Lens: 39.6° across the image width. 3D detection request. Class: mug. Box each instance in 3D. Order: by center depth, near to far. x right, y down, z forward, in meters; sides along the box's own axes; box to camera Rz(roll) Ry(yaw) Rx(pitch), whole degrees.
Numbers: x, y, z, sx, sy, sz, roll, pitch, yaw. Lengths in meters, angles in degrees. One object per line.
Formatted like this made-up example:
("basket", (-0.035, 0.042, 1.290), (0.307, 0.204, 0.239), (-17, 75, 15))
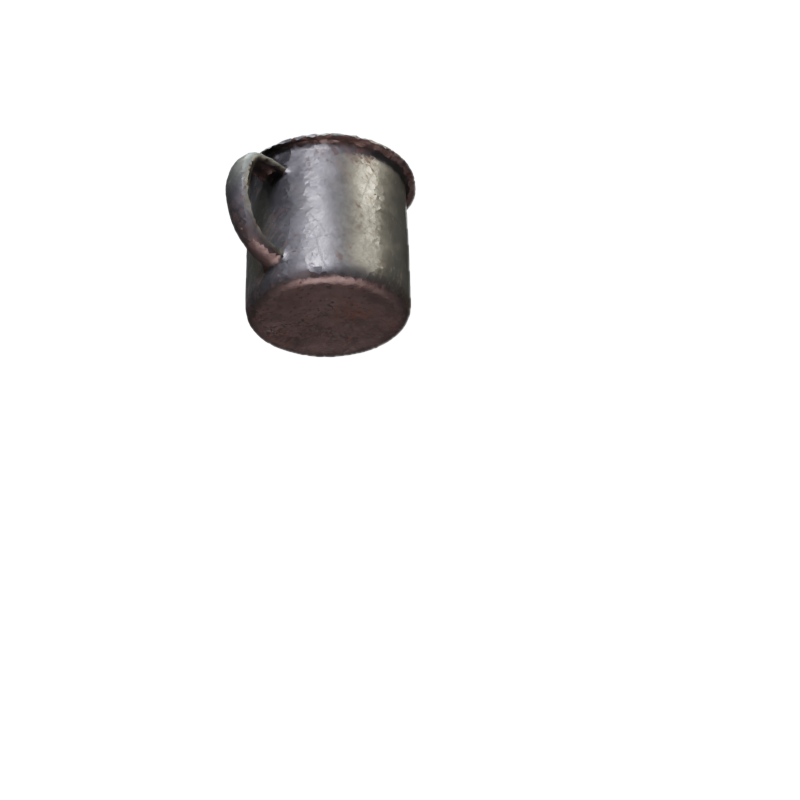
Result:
("mug", (-0.043, -0.079, 0.554), (0.094, 0.087, 0.109), (-20, -35, 29))
